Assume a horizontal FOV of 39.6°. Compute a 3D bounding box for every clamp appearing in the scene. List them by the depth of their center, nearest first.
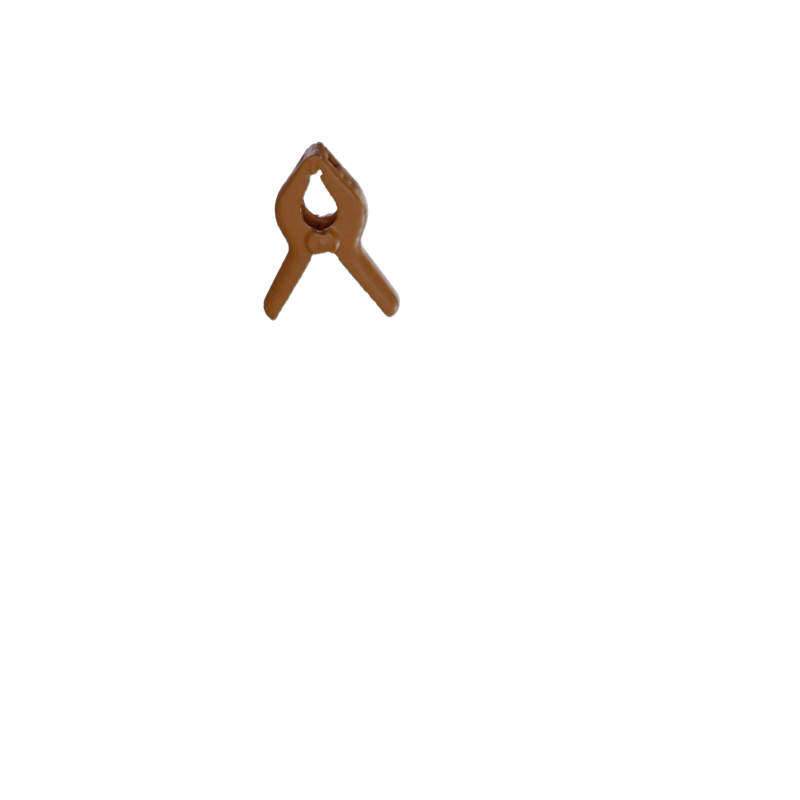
[{"bbox_3d":[-0.075,-0.136,0.955,0.121,0.161,0.041,-12,27,6],"label":"clamp"}]
